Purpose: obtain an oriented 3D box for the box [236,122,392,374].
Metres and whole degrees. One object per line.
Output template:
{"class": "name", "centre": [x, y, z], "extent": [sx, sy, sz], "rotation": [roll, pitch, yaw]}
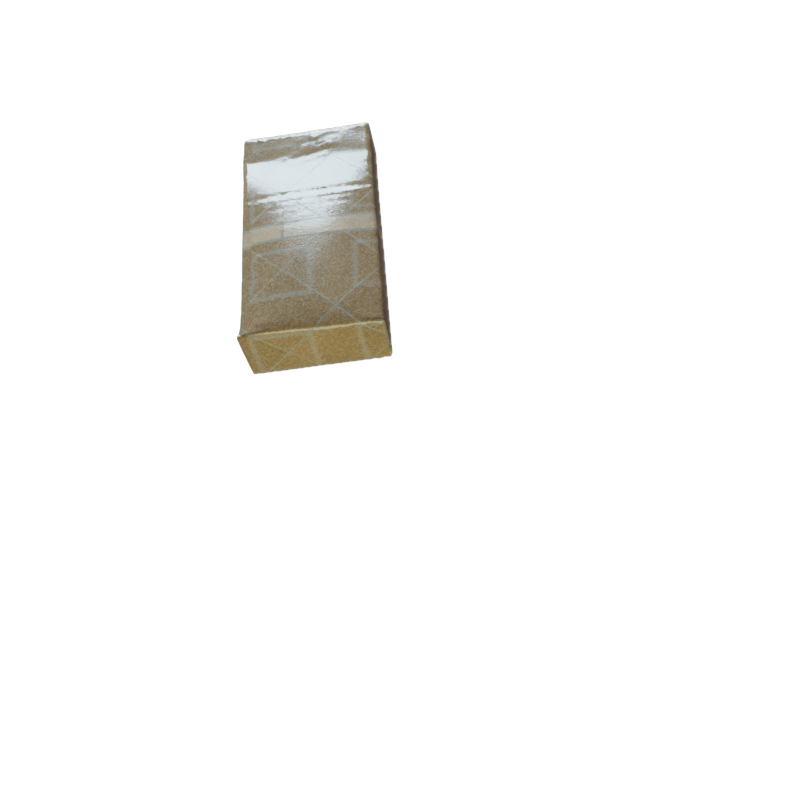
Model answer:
{"class": "box", "centre": [-0.058, -0.105, 0.740], "extent": [0.094, 0.189, 0.044], "rotation": [-8, -40, 6]}
